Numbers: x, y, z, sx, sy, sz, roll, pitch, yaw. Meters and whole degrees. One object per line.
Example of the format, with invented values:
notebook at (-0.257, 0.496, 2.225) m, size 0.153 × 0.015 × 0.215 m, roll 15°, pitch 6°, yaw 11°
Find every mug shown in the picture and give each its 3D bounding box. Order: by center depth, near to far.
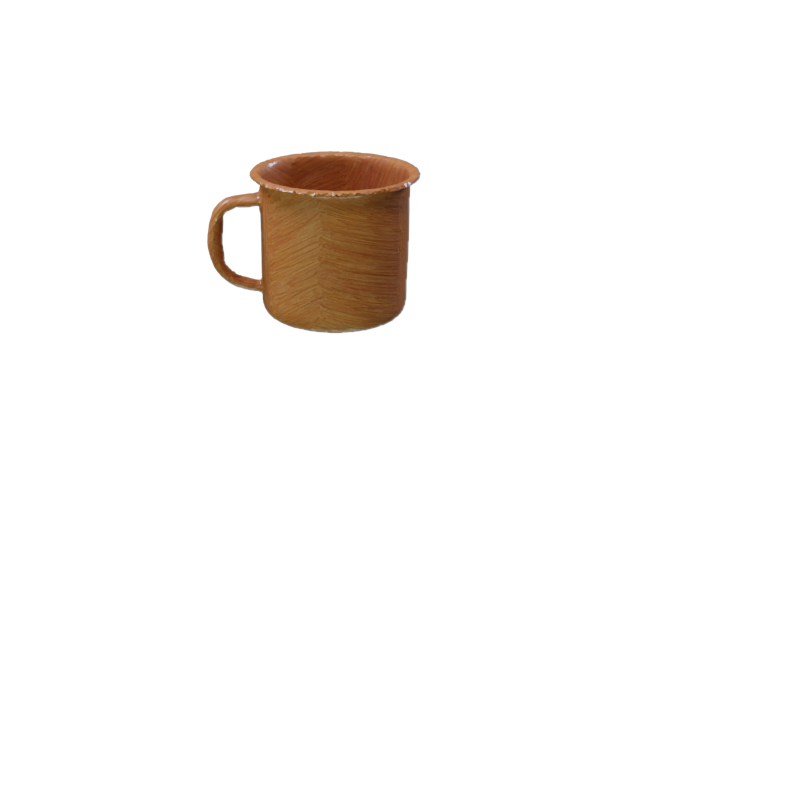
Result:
mug at (-0.048, -0.088, 0.615) m, size 0.116 × 0.078 × 0.099 m, roll -3°, pitch 23°, yaw -9°
